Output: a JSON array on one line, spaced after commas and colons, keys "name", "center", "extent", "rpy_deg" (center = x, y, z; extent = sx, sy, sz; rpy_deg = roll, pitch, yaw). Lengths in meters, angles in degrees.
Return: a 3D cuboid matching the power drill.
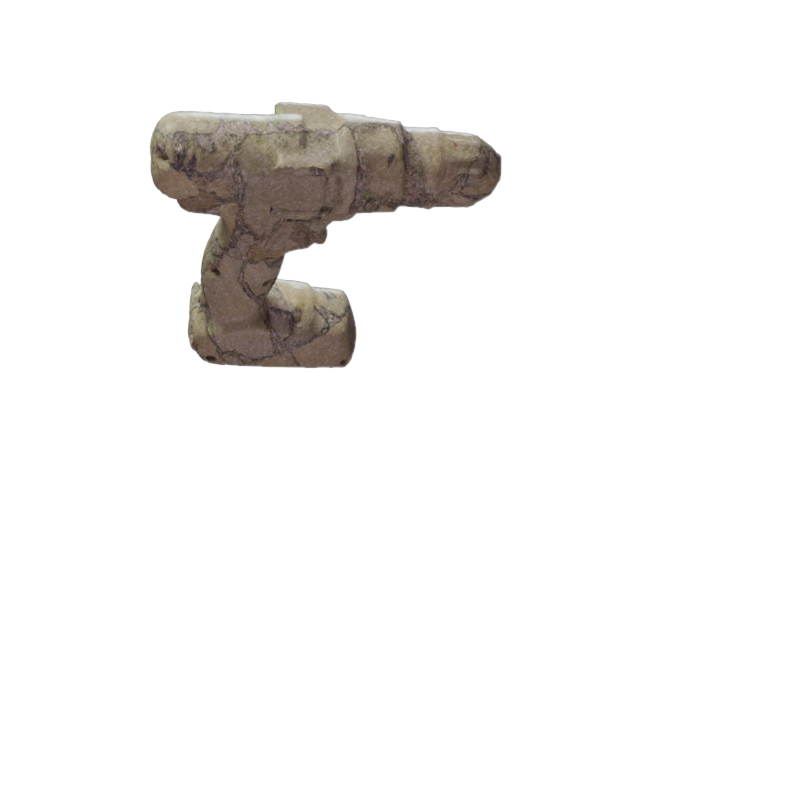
[{"name": "power drill", "center": [-0.050, -0.090, 0.634], "extent": [0.183, 0.061, 0.177], "rpy_deg": [5, -36, -7]}]
